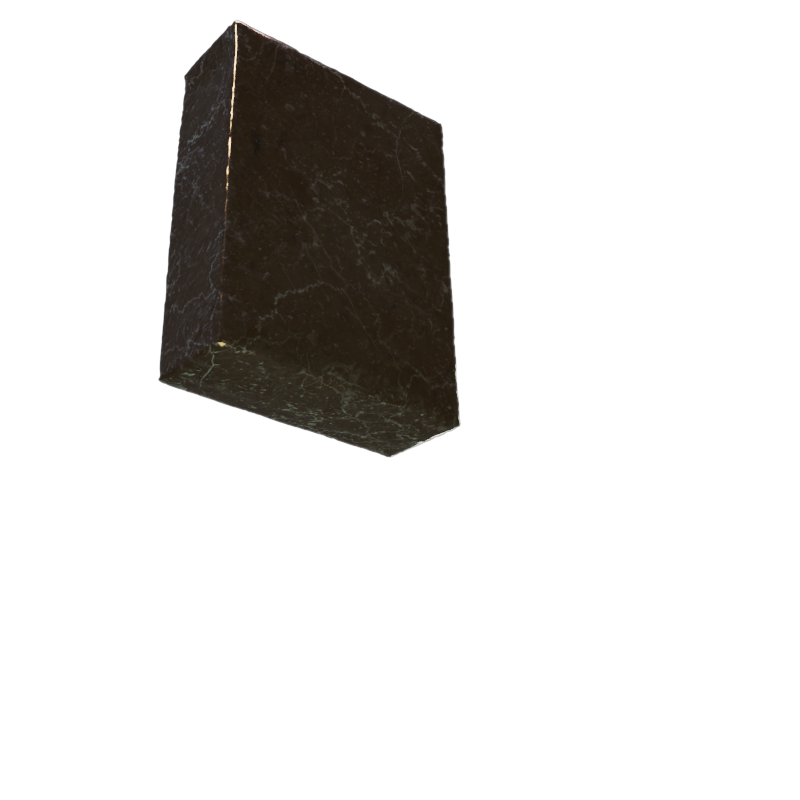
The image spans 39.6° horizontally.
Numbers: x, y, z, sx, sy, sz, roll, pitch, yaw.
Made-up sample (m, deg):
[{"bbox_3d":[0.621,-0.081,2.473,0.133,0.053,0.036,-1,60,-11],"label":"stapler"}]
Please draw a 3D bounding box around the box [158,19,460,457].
[{"bbox_3d":[-0.051,-0.092,0.647,0.155,0.228,0.071,20,-37,-33],"label":"box"}]
